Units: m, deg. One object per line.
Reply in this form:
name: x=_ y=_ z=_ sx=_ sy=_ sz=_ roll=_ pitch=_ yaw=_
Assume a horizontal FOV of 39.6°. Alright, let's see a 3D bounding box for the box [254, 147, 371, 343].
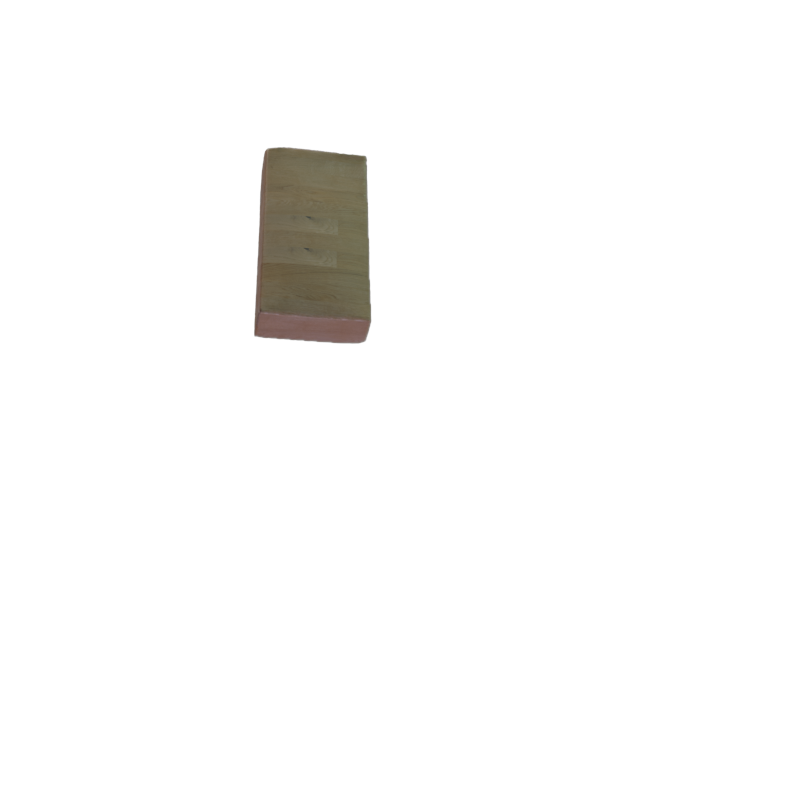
box: x=-0.074 y=-0.134 z=0.939 sx=0.092 sy=0.188 sz=0.045 roll=3 pitch=-32 yaw=-9
